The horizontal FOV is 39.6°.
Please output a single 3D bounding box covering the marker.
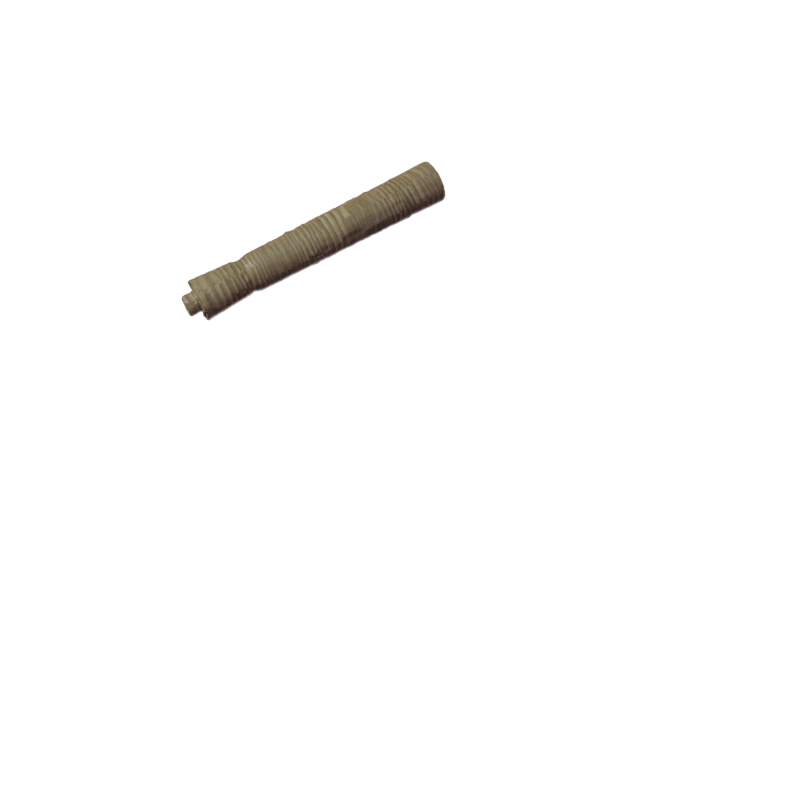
[{"bbox_3d":[-0.037,-0.067,0.470,0.121,0.019,0.020,-29,11,-11],"label":"marker"}]
